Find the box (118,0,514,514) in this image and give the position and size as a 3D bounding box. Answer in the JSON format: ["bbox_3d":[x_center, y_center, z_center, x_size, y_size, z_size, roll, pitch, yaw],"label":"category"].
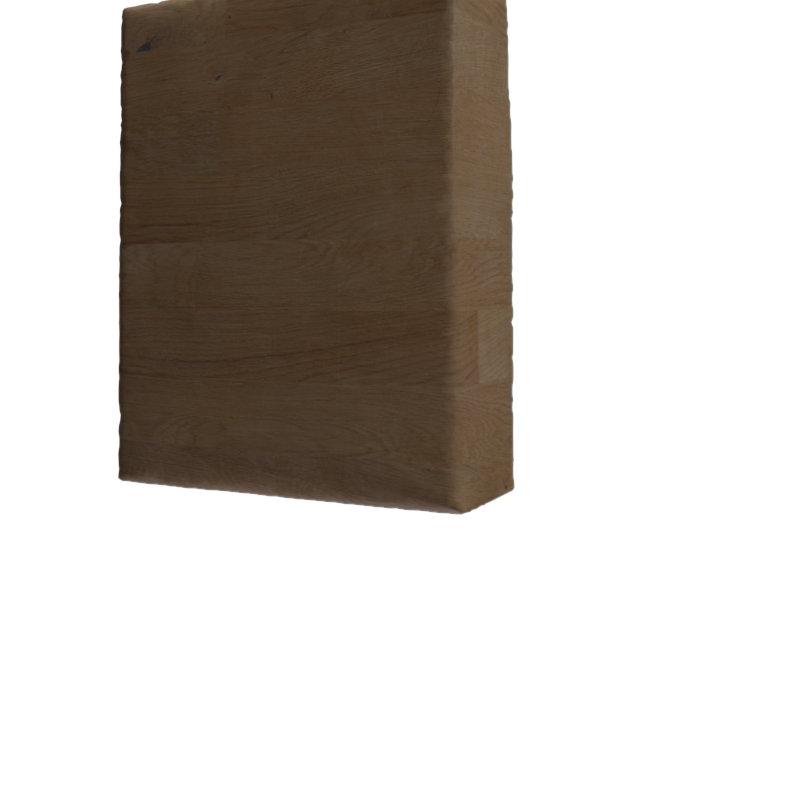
[{"bbox_3d":[-0.038,-0.069,0.481,0.169,0.215,0.069,0,-2,27],"label":"box"}]
